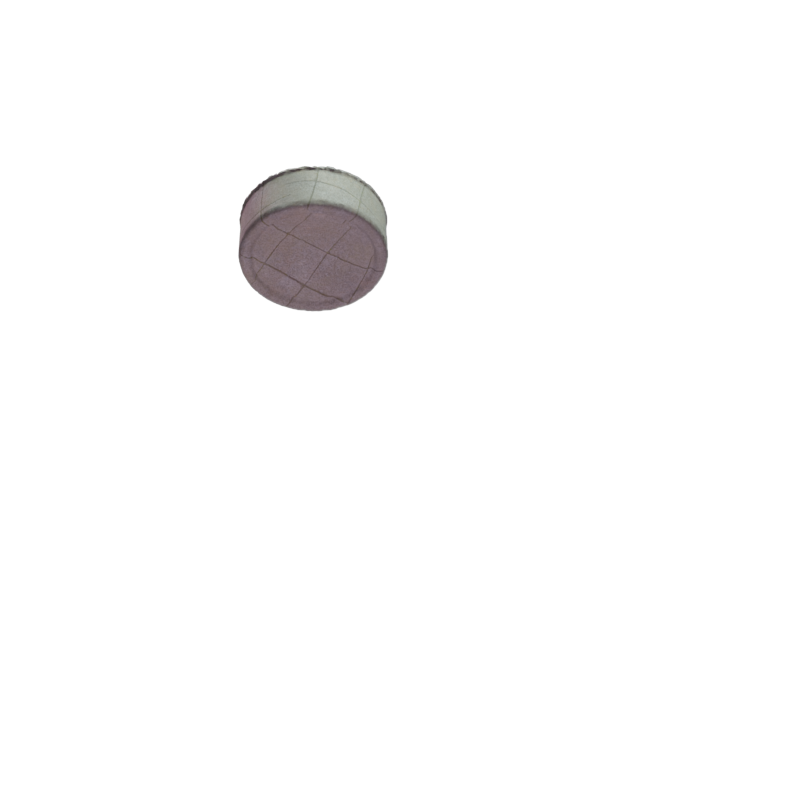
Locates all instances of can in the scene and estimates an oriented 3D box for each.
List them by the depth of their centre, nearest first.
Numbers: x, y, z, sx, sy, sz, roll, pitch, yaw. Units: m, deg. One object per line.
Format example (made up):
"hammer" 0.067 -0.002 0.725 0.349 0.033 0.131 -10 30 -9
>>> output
"can" -0.050 -0.090 0.633 0.086 0.036 0.080 1 -43 -1
